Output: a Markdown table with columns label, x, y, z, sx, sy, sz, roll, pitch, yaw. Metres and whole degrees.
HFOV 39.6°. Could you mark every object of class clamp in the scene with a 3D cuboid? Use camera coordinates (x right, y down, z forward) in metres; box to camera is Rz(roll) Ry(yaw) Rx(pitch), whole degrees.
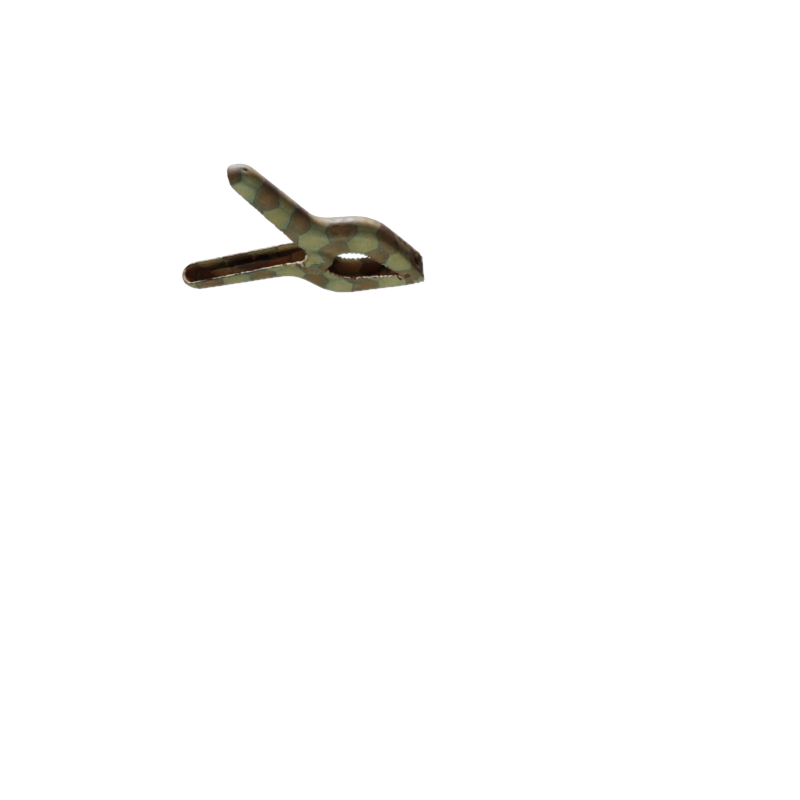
| label | x | y | z | sx | sy | sz | roll | pitch | yaw |
| --- | --- | --- | --- | --- | --- | --- | --- | --- | --- |
| clamp | -0.075 | -0.137 | 0.958 | 0.206 | 0.039 | 0.157 | 7 | -30 | -12 |
